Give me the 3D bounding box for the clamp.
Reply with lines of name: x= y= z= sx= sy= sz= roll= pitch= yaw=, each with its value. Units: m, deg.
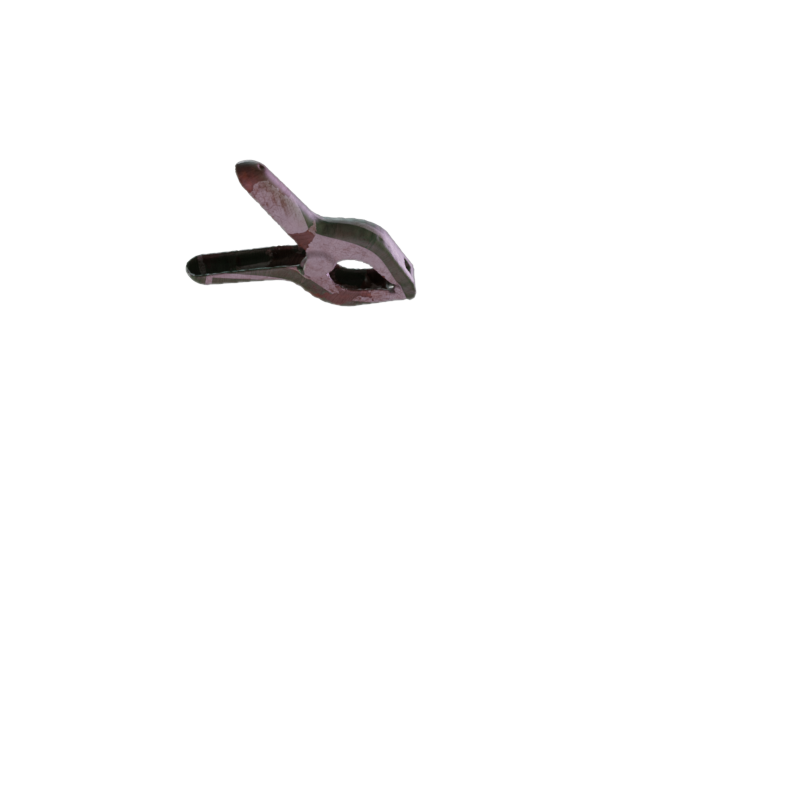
clamp: x=-0.063 y=-0.116 z=0.811 sx=0.168 sy=0.042 sz=0.114 roll=9 pitch=-36 yaw=-13
